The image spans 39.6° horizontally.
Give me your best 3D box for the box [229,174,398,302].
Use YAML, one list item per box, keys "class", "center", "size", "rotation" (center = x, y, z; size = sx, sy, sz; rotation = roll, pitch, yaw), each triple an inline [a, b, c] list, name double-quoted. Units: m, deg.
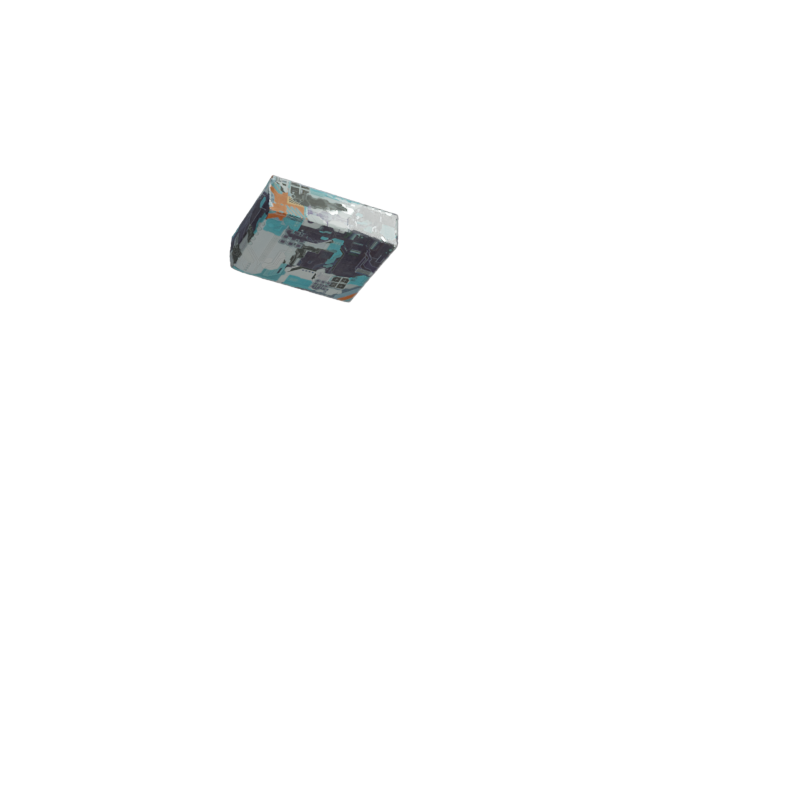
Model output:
- class: "box"
  center: [-0.070, -0.127, 0.892]
  size: [0.109, 0.042, 0.087]
  rotation: [14, -35, -22]
